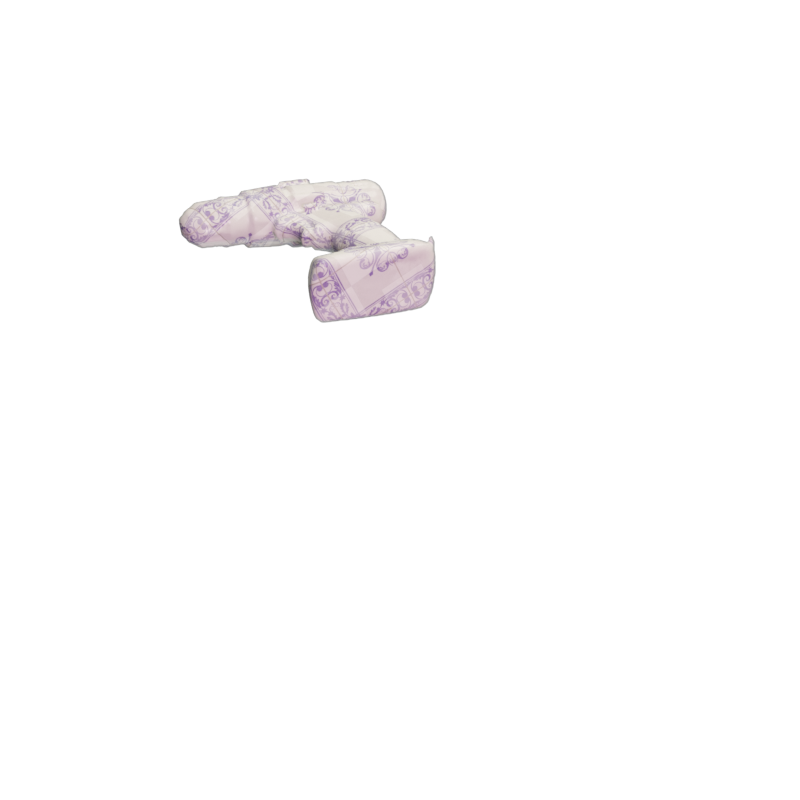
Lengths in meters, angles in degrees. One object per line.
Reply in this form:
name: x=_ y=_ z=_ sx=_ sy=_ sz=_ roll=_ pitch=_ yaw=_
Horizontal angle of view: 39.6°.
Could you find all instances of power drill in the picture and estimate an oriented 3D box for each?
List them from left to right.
power drill: x=-0.070 y=-0.128 z=0.899 sx=0.181 sy=0.054 sz=0.202 roll=-12 pitch=33 yaw=-20
